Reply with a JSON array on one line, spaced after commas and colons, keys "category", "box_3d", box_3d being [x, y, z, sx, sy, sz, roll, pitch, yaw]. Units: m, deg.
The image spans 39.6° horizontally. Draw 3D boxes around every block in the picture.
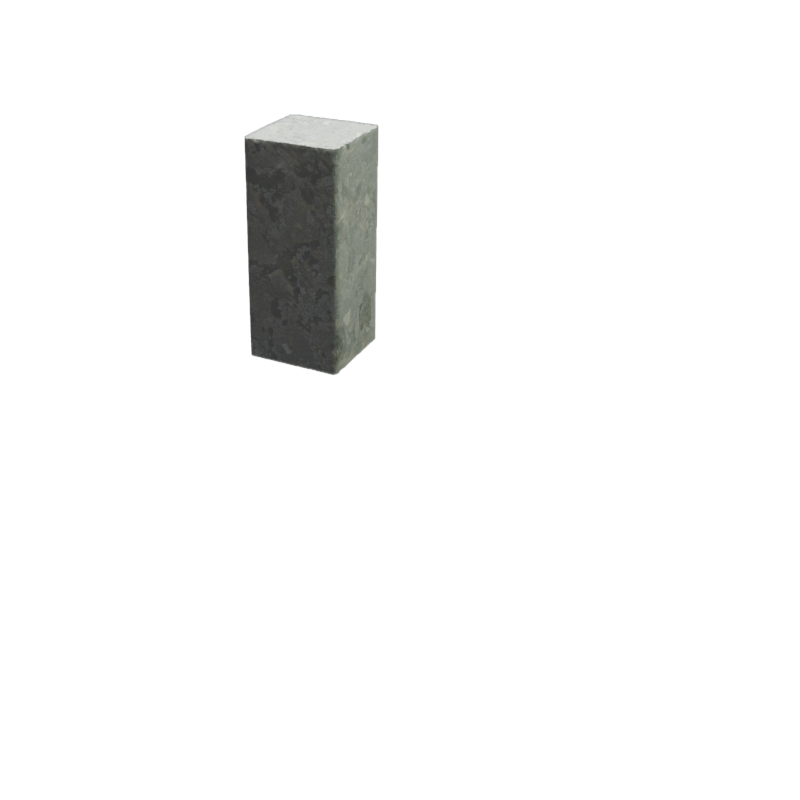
[{"category": "block", "box_3d": [-0.078, -0.141, 0.988, 0.094, 0.196, 0.091, 12, 25, 22]}]
